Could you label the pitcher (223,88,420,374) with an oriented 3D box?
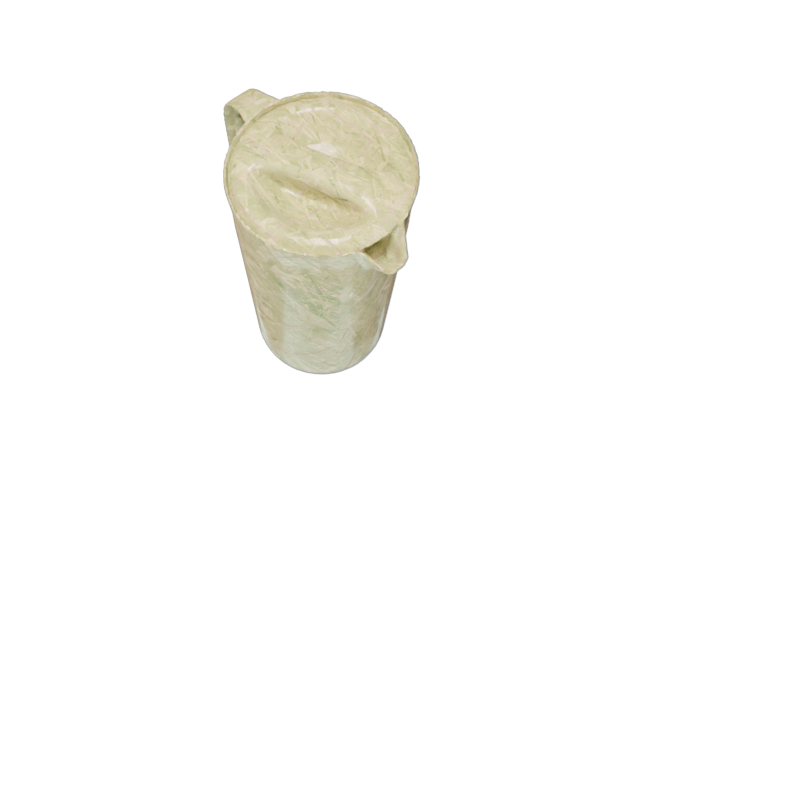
[{"bbox_3d":[-0.066,-0.121,0.849,0.145,0.157,0.230,5,-25,-1],"label":"pitcher"}]
